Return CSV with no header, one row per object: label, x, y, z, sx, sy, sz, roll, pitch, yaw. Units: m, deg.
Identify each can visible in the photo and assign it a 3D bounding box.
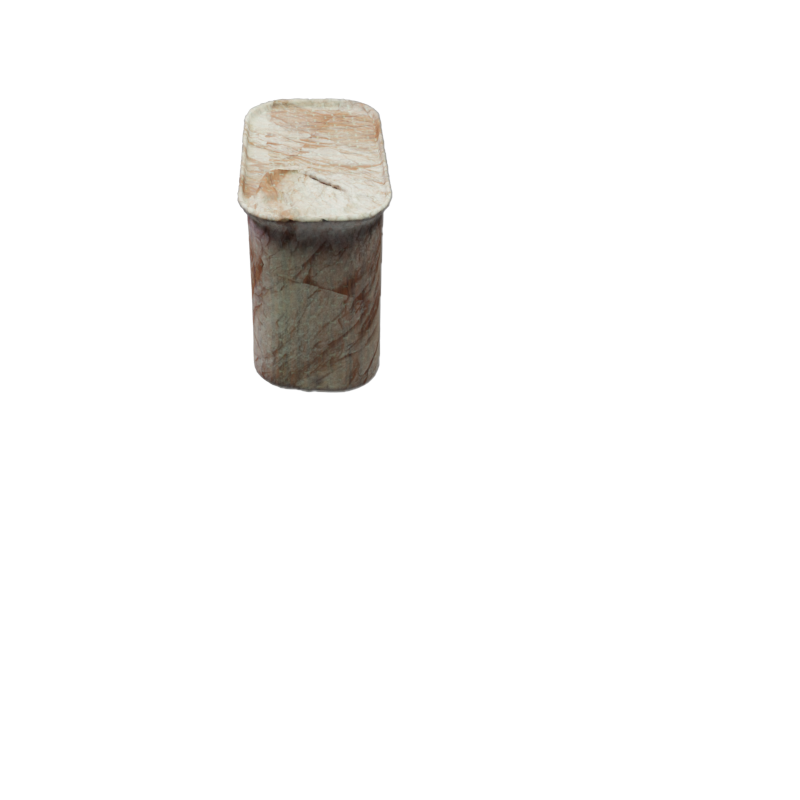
can,-0.036,-0.065,0.458,0.057,0.078,0.109,-1,36,-4
